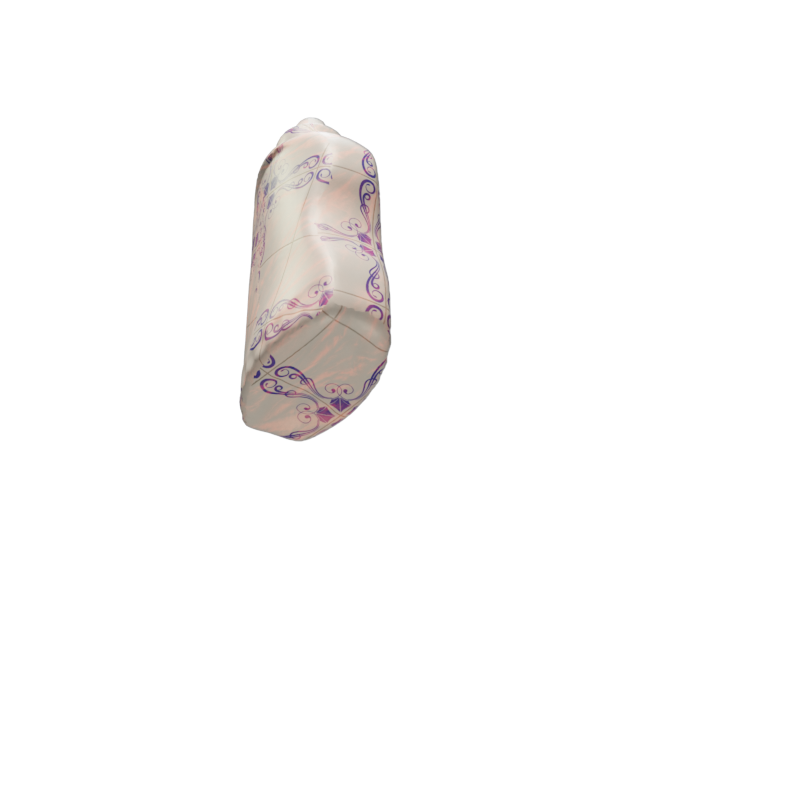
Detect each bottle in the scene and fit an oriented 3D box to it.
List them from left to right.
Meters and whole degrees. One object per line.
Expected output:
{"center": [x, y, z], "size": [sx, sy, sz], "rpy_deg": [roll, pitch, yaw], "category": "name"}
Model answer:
{"center": [-0.045, -0.082, 0.570], "size": [0.056, 0.206, 0.093], "rpy_deg": [17, -47, -21], "category": "bottle"}
